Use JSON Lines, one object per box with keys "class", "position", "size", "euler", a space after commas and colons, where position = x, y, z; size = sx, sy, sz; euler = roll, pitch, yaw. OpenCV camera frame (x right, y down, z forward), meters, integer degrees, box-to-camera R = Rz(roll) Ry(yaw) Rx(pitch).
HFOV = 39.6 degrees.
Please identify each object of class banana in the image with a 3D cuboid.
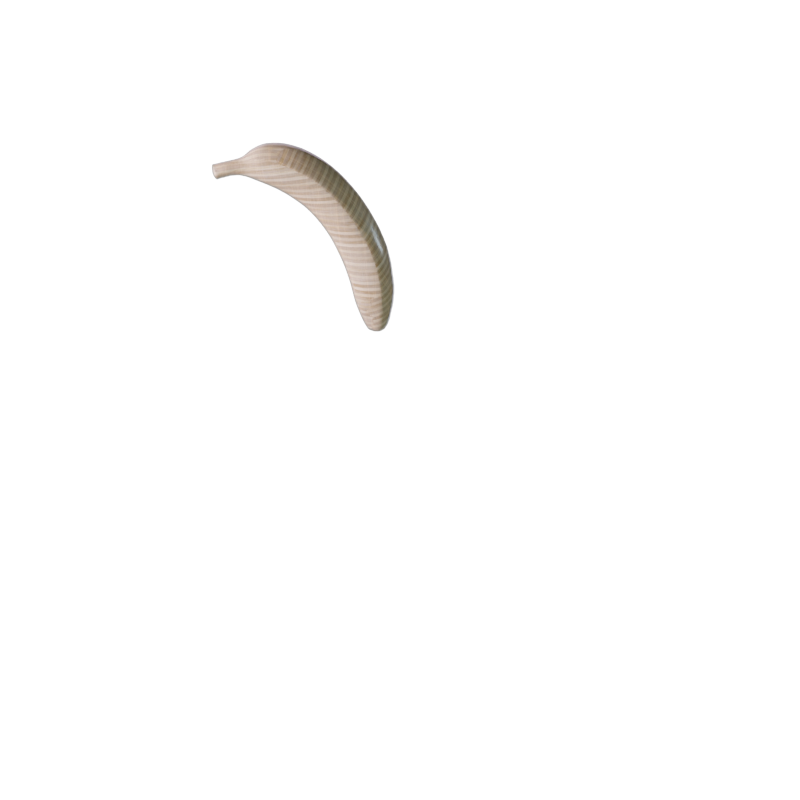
{"class": "banana", "position": [-0.056, -0.137, 0.866], "size": [0.069, 0.188, 0.039], "euler": [-38, 23, 19]}
